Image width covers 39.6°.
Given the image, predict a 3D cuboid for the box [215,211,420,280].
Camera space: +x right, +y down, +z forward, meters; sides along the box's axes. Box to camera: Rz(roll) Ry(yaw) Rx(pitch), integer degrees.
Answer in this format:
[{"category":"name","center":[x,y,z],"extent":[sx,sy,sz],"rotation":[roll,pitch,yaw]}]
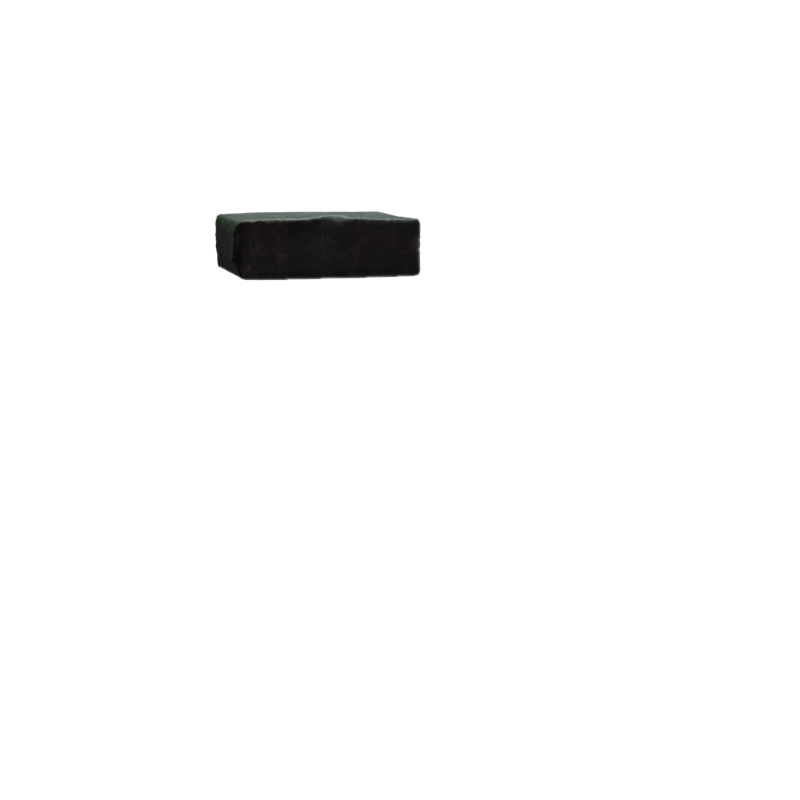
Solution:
[{"category":"box","center":[-0.043,-0.078,0.543],"extent":[0.088,0.030,0.076],"rotation":[-3,11,-14]}]
